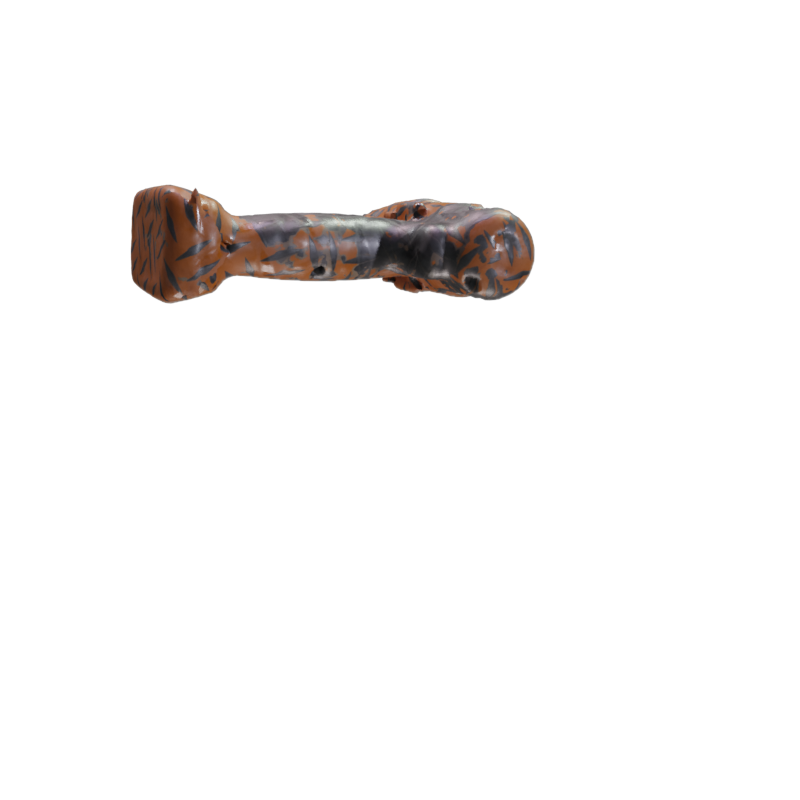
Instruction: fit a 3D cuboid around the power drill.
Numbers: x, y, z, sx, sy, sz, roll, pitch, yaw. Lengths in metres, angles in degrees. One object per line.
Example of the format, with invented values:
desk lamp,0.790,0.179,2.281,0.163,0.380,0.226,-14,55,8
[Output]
power drill,-0.047,-0.085,0.598,0.183,0.057,0.191,-3,9,-20
